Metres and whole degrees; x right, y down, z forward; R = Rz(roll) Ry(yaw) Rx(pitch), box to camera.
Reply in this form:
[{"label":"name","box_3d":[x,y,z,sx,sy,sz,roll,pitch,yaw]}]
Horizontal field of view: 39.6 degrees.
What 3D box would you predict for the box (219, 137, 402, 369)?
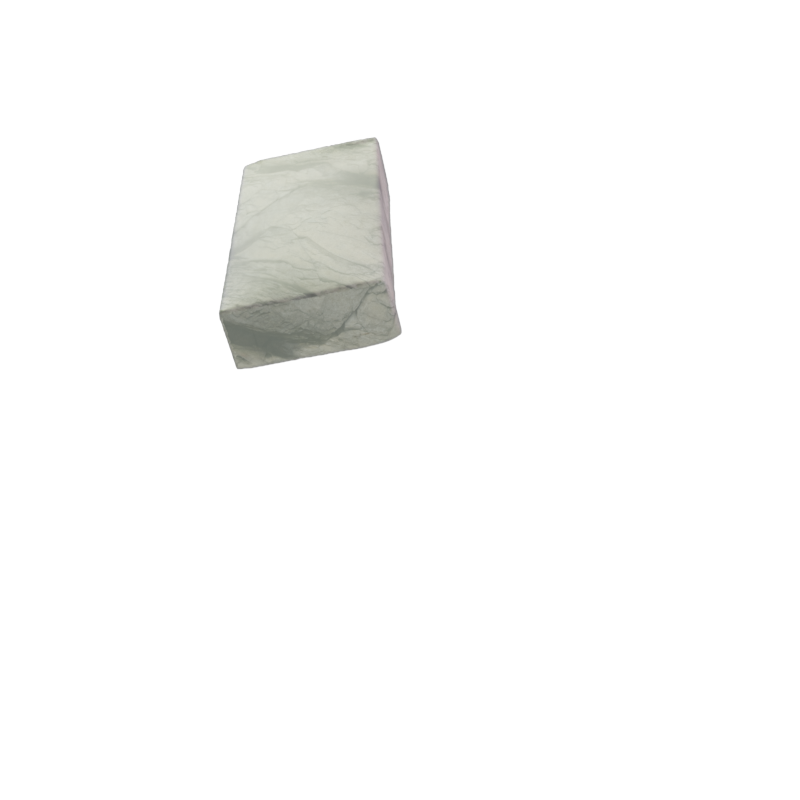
[{"label":"box","box_3d":[-0.052,-0.094,0.659,0.094,0.045,0.189,-11,38,5]}]
